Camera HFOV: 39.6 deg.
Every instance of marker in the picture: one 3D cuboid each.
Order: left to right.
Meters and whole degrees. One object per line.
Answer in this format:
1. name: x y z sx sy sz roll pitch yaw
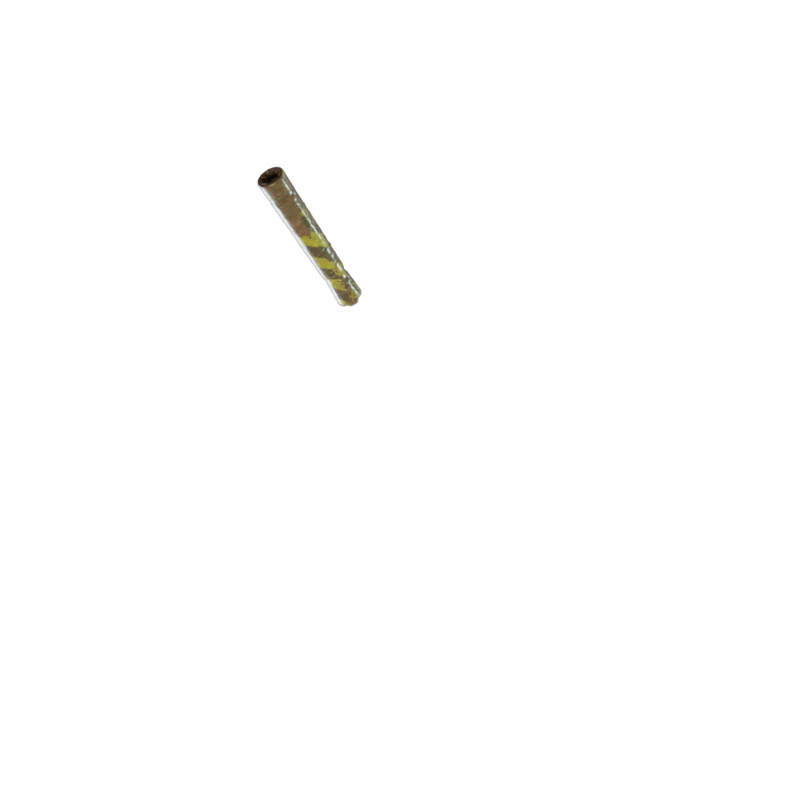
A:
1. marker: -0.057 -0.104 0.732 0.020 0.020 0.112 2 -39 37
